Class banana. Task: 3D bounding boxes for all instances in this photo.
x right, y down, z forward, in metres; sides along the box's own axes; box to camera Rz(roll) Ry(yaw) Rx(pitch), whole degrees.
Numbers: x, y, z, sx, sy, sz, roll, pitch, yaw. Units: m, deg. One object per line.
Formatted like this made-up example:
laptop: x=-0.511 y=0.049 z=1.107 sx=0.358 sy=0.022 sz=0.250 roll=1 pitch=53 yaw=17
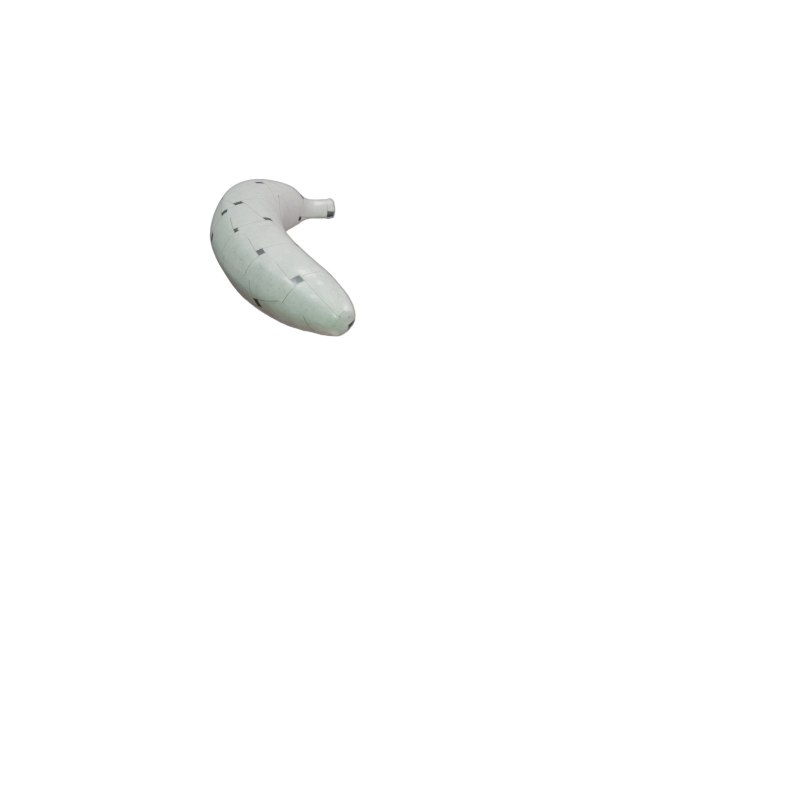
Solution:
banana: x=-0.063 y=-0.082 z=0.564 sx=0.069 sy=0.035 sz=0.209 roll=-2 pitch=25 yaw=-5
